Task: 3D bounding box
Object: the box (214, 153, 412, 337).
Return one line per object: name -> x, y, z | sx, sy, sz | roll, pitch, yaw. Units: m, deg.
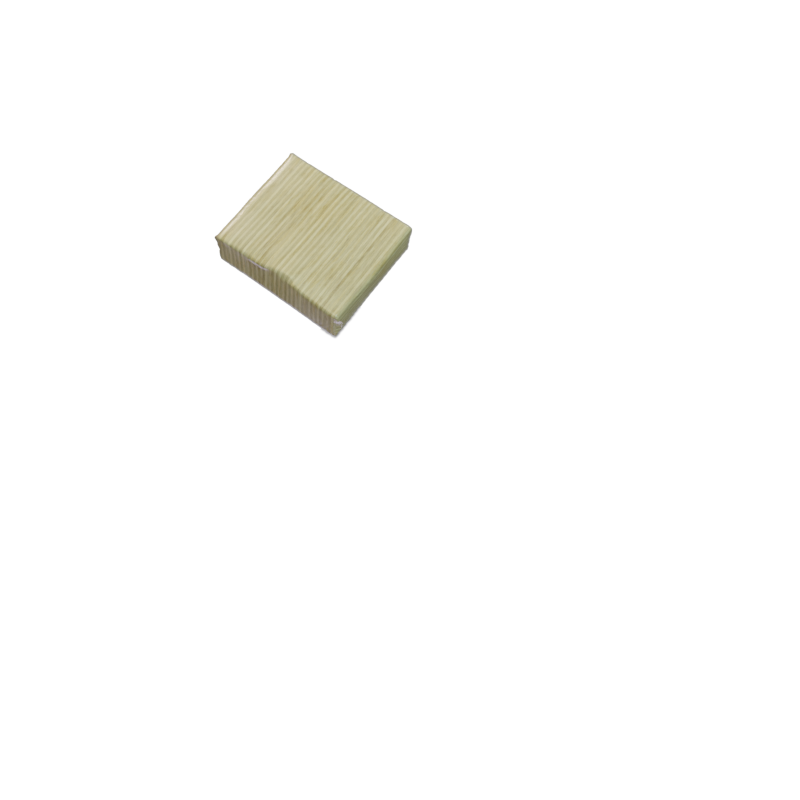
box -> -0.050, -0.092, 0.642 | 0.093, 0.074, 0.028 | 34, -22, 15
